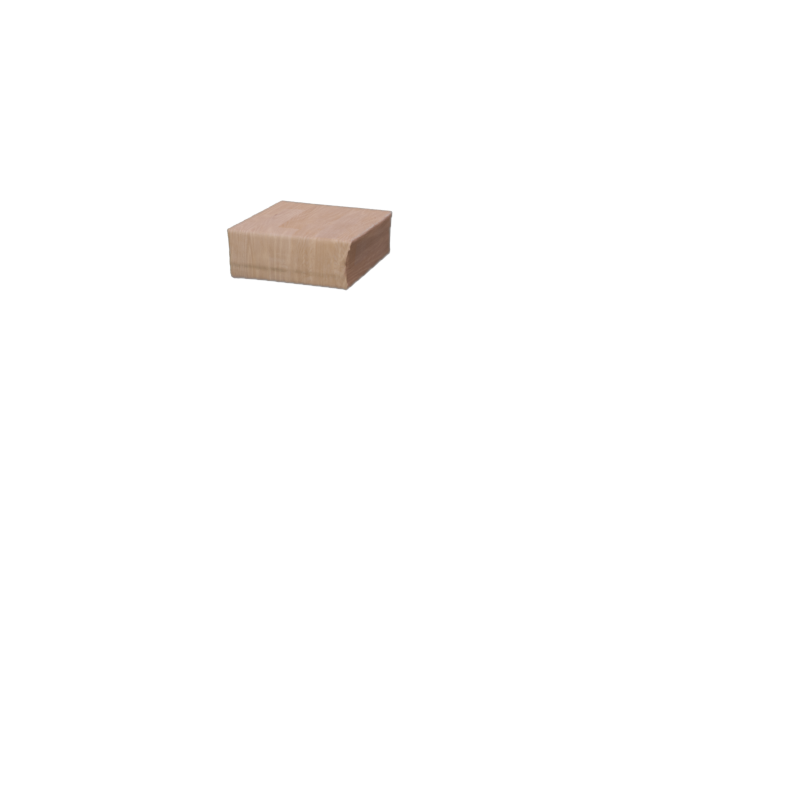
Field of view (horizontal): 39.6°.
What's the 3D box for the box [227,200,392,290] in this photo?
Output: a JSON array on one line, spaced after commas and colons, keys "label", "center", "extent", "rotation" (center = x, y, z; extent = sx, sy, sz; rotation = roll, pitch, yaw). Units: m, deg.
[{"label": "box", "center": [-0.062, -0.114, 0.796], "extent": [0.092, 0.037, 0.116], "rotation": [6, 23, 14]}]
